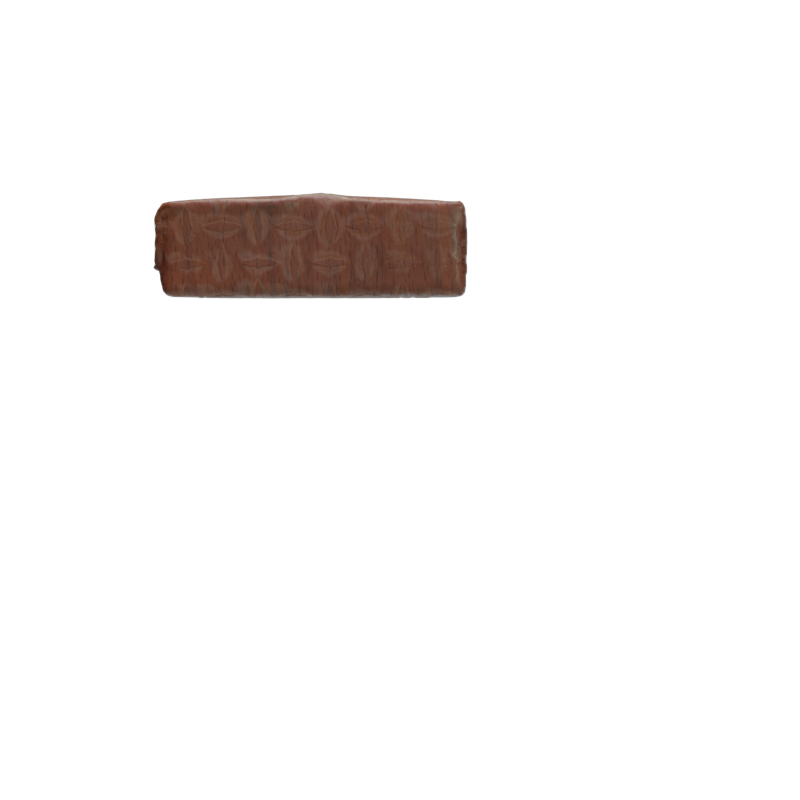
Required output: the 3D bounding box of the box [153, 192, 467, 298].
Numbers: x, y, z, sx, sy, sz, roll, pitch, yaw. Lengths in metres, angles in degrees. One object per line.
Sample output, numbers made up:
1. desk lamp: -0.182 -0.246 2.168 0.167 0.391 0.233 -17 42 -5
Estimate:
1. box: -0.027 -0.050 0.347 0.089 0.030 0.074 0 9 0
